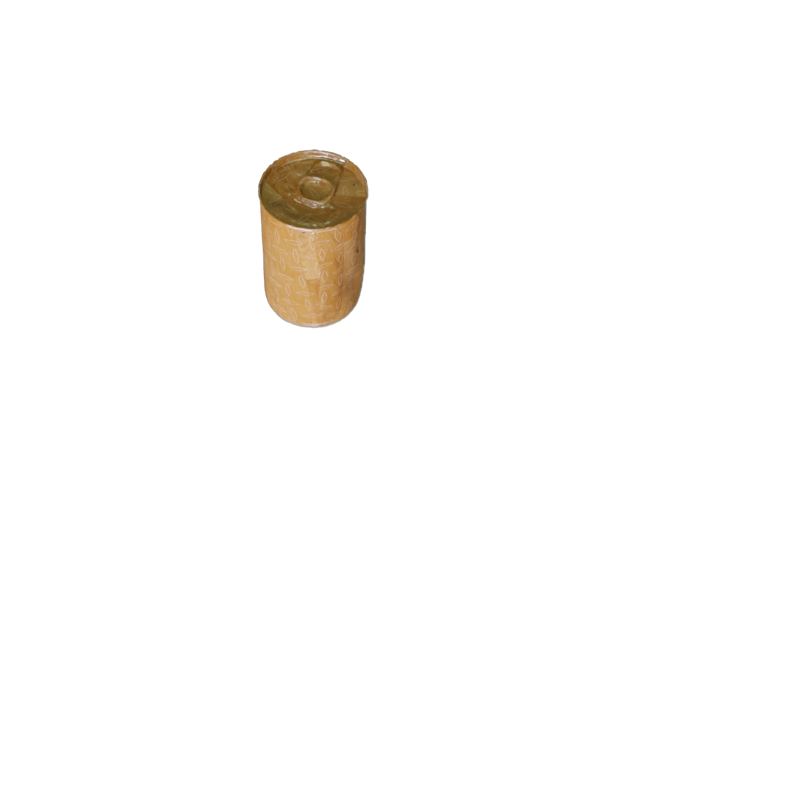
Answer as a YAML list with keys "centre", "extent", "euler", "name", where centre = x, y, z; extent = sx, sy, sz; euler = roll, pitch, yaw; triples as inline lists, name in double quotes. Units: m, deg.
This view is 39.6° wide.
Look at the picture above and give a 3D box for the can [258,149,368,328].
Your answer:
- centre: [-0.056, -0.102, 0.717]
  extent: [0.068, 0.073, 0.095]
  euler: [0, -36, -3]
  name: "can"
